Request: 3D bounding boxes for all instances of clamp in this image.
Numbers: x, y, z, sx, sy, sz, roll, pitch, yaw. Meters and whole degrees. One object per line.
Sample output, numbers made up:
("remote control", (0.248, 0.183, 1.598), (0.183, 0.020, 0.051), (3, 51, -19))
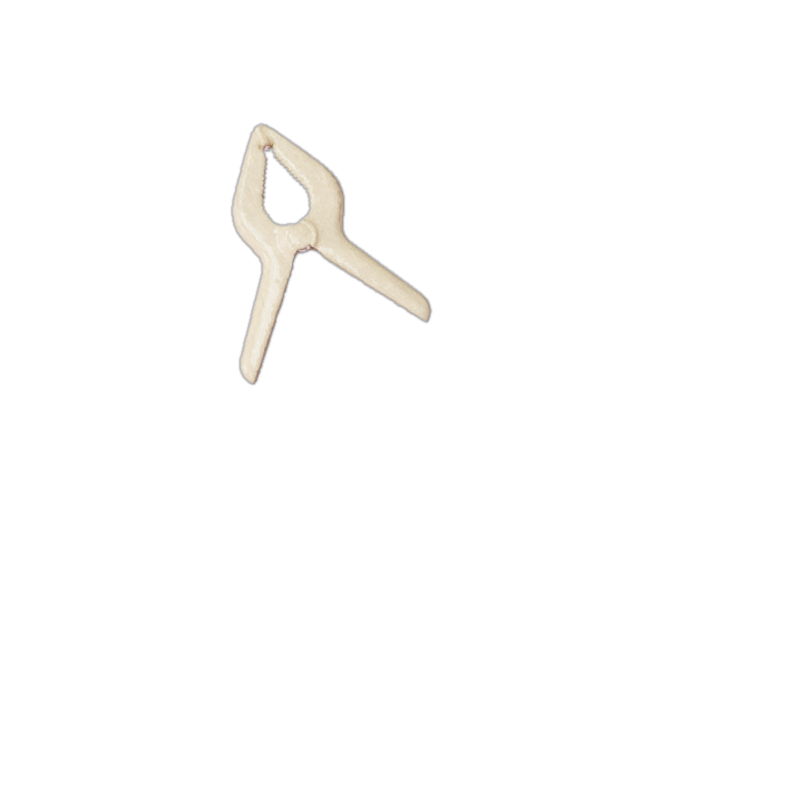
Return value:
("clamp", (-0.073, -0.133, 0.930), (0.164, 0.215, 0.036), (-13, -8, -2))
